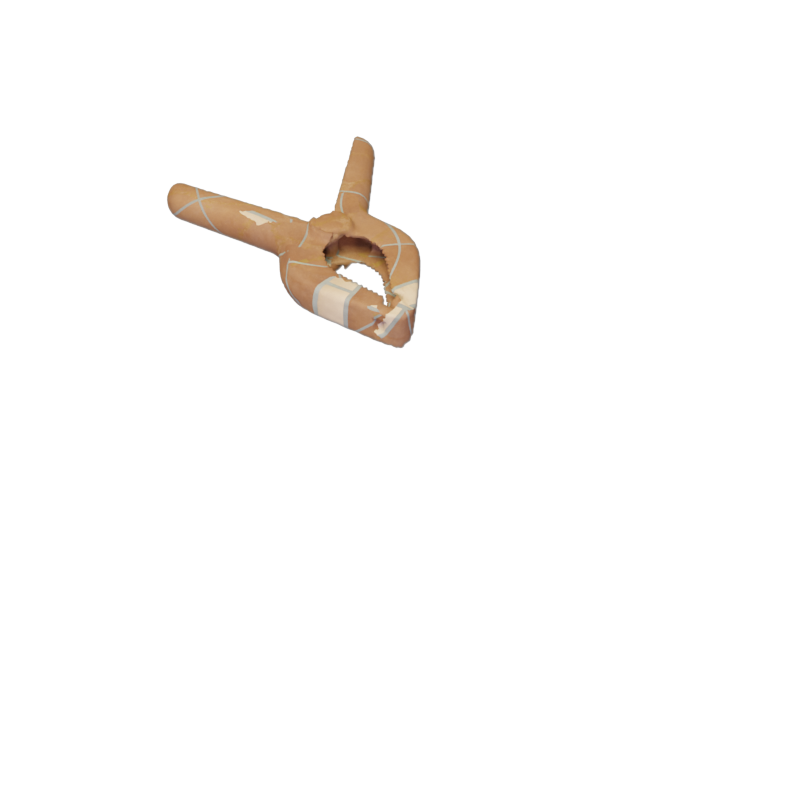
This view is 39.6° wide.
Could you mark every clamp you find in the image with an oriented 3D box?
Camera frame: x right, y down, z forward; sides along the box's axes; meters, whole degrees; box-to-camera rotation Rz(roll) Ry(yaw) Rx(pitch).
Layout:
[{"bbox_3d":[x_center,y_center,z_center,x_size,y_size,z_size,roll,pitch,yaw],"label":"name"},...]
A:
[{"bbox_3d":[-0.059,-0.108,0.756,0.163,0.034,0.228,-15,44,-16],"label":"clamp"}]
